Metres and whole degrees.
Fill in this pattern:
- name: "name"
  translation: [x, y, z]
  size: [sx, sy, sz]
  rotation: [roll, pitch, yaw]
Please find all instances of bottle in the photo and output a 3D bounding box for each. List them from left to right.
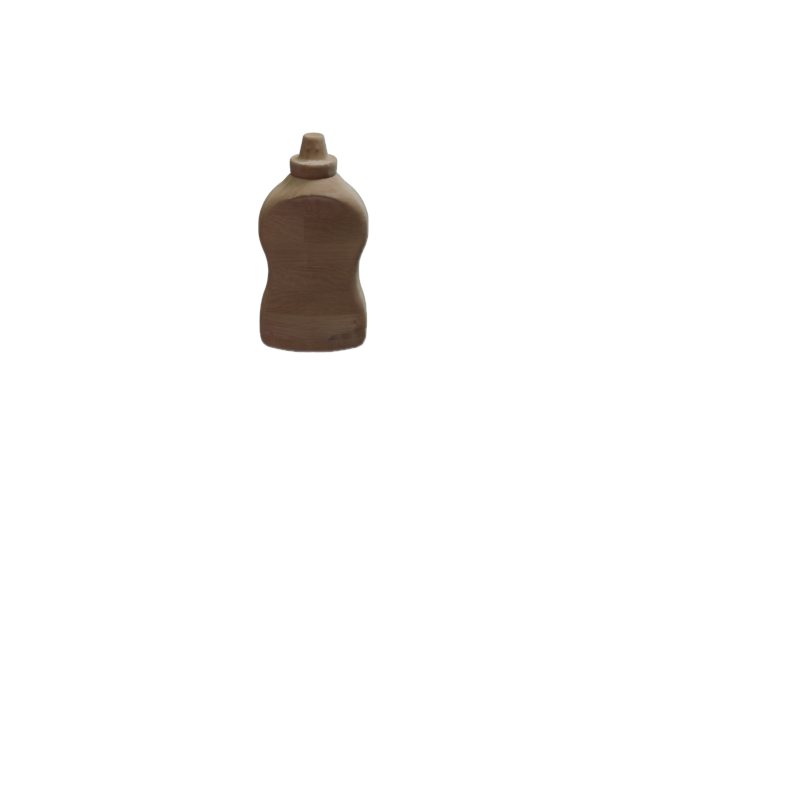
- name: "bottle"
  translation: [-0.076, -0.138, 0.968]
  size: [0.096, 0.183, 0.061]
  rotation: [2, 22, 1]
